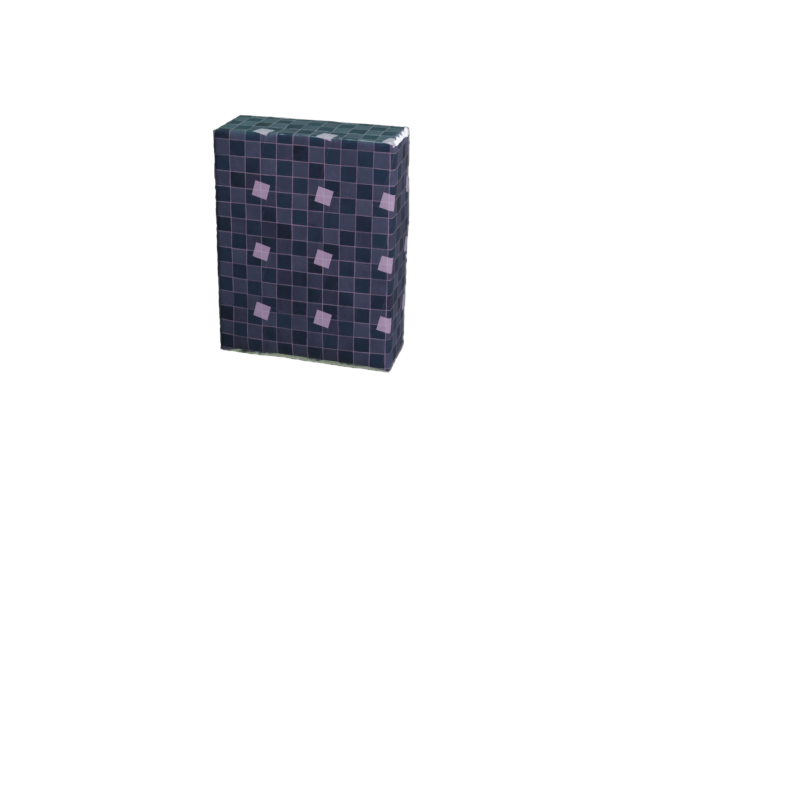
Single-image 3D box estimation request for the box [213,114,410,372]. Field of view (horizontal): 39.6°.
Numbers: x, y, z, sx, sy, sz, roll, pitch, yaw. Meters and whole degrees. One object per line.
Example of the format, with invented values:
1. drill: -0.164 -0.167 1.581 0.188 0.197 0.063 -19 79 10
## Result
1. box: -0.078 -0.142 0.997 0.168 0.204 0.074 8 23 15
